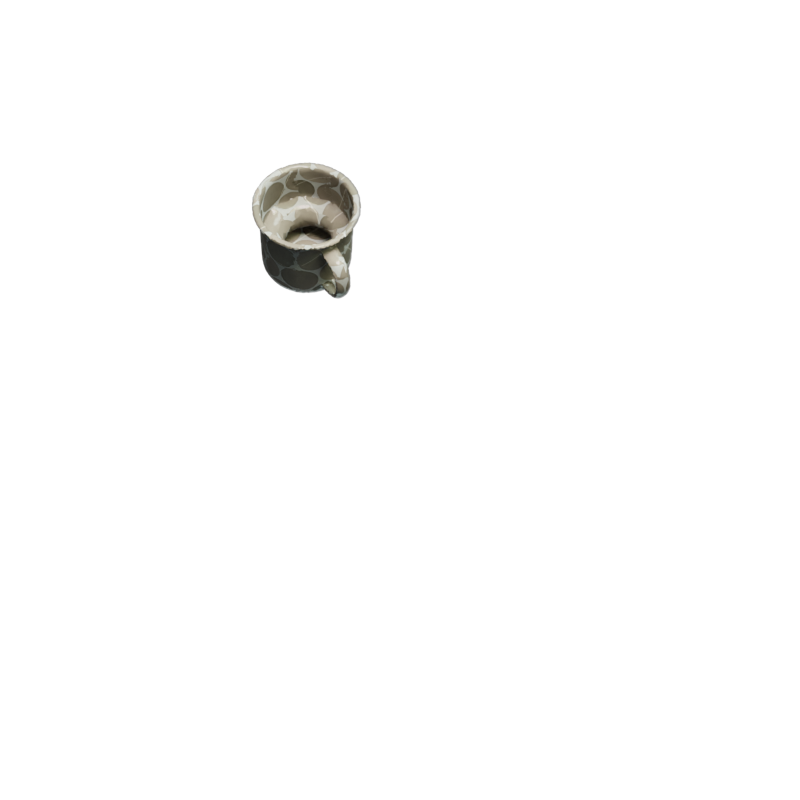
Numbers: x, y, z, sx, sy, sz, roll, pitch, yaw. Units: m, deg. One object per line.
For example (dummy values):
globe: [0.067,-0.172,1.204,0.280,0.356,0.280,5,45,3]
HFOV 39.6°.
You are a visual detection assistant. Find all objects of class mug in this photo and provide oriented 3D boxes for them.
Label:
mug: [-0.076,-0.138,0.969,0.093,0.125,0.076,-27,-28,-17]
